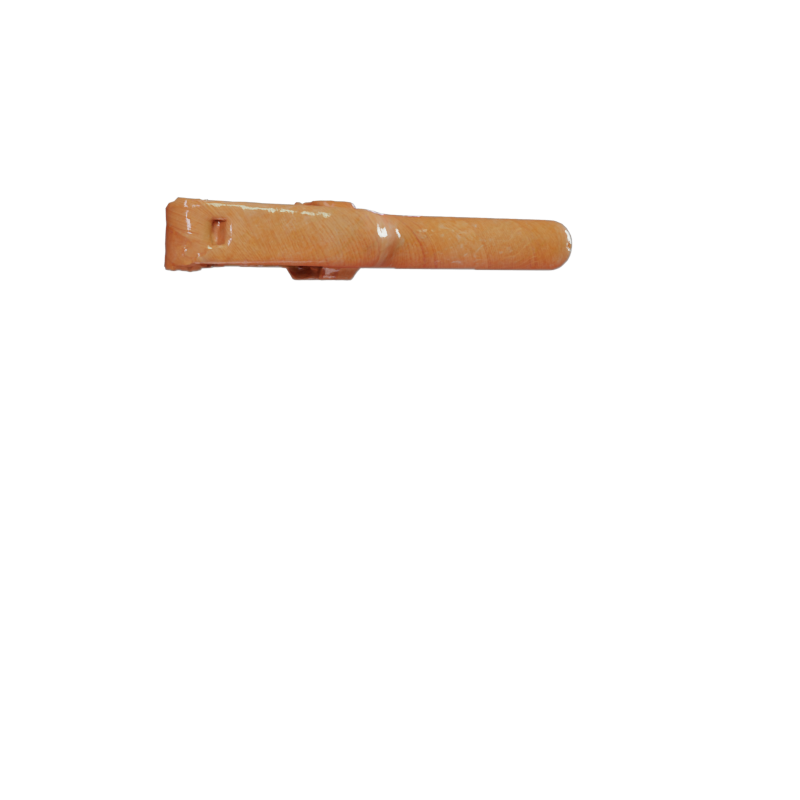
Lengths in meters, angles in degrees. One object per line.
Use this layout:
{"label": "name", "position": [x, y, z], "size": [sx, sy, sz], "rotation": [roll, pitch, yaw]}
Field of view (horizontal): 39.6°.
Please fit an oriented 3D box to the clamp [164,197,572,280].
{"label": "clamp", "position": [-0.041, -0.074, 0.521], "size": [0.171, 0.036, 0.202], "rotation": [5, 8, 40]}
